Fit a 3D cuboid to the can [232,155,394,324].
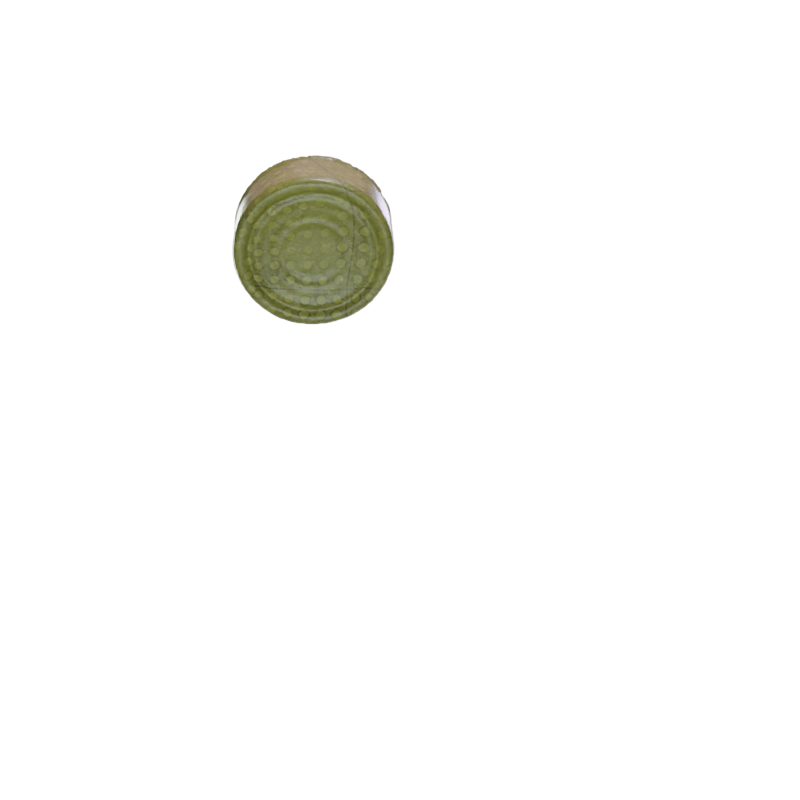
[{"bbox_3d":[-0.046,-0.084,0.588,0.086,0.081,0.035,1,27,-1],"label":"can"}]
